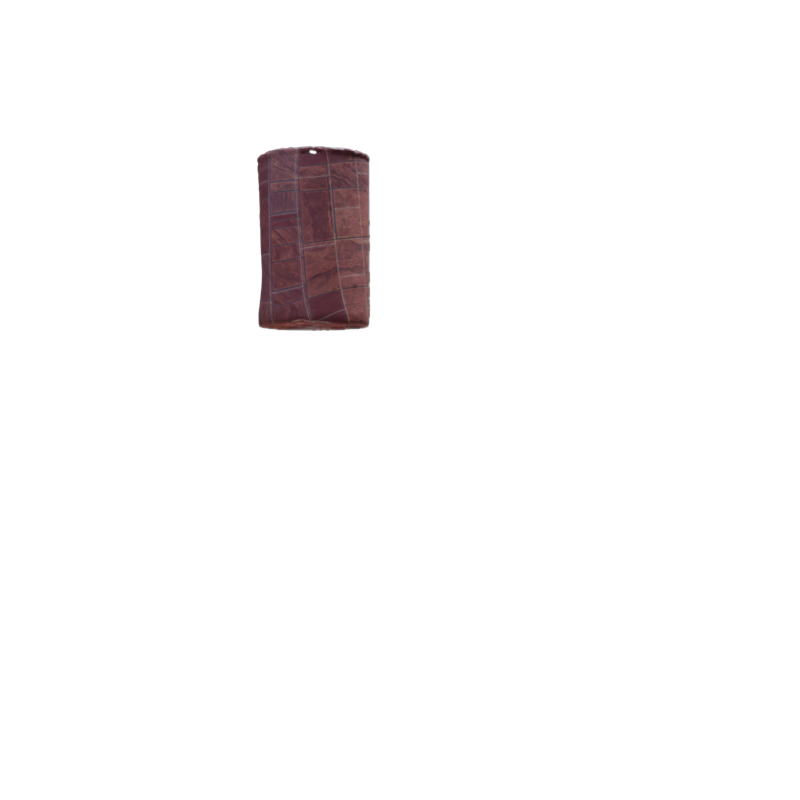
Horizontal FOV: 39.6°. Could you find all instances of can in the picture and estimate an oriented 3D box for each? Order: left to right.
[{"bbox_3d":[-0.052,-0.094,0.659,0.068,0.104,0.068,0,-6,-2],"label":"can"}]
